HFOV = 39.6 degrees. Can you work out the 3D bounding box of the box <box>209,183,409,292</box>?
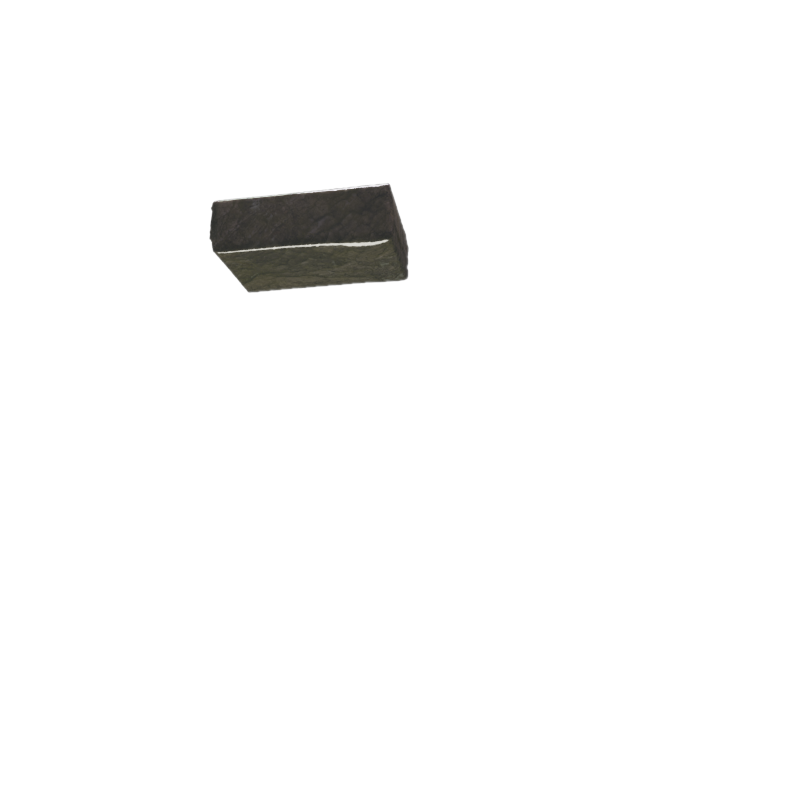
[{"bbox_3d":[-0.055,-0.101,0.704,0.115,0.040,0.086,-2,-12,9],"label":"box"}]
